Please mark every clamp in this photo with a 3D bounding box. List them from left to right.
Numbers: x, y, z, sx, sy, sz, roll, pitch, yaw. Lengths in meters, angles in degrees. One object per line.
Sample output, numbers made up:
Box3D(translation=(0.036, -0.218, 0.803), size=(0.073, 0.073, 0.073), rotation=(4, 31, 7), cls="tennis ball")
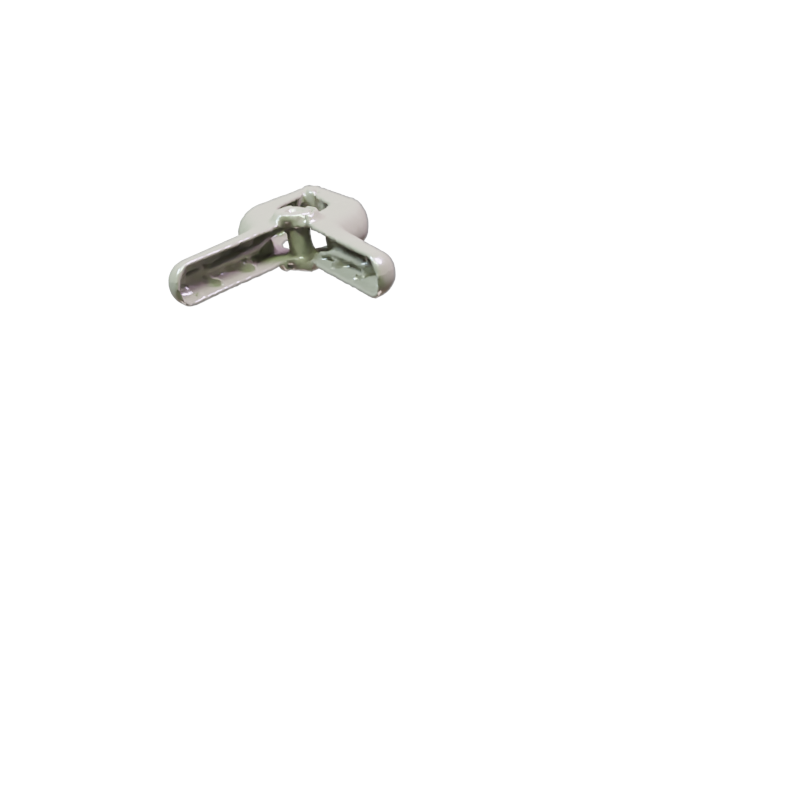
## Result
Box3D(translation=(-0.051, -0.092, 0.647), size=(0.122, 0.037, 0.177), rotation=(6, 27, 11), cls="clamp")
